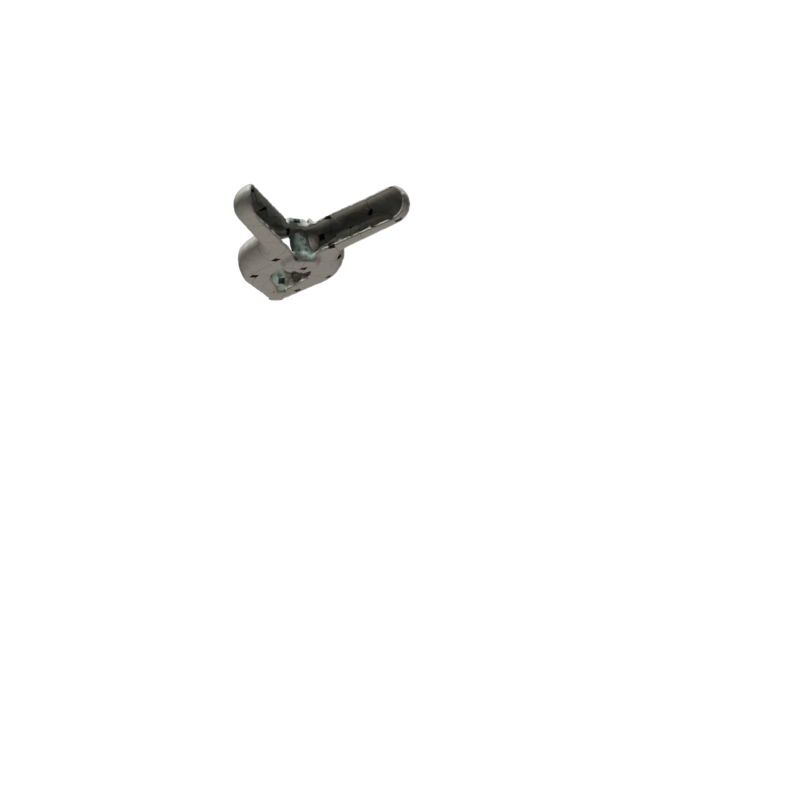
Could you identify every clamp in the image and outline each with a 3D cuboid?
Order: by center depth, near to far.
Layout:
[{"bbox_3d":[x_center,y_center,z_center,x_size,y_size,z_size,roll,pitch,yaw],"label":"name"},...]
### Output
[{"bbox_3d":[-0.063,-0.114,0.801,0.119,0.041,0.166,2,-13,-9],"label":"clamp"}]
